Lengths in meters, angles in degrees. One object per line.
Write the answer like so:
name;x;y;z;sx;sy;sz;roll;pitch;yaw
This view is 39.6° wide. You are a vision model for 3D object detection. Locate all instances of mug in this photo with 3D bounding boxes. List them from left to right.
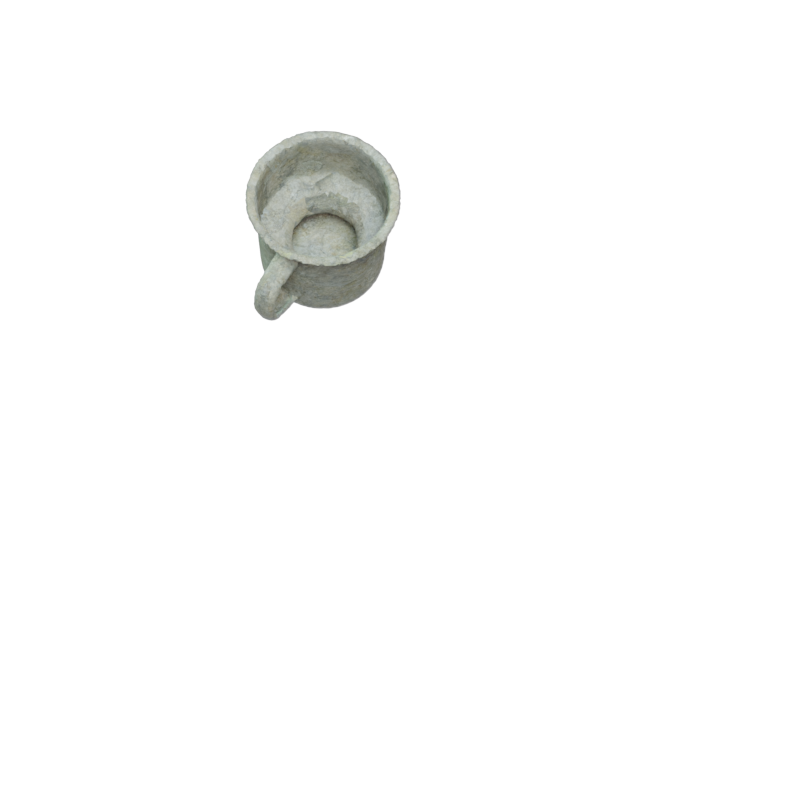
mug;-0.054;-0.099;0.693;0.096;0.121;0.077;26;-22;10
